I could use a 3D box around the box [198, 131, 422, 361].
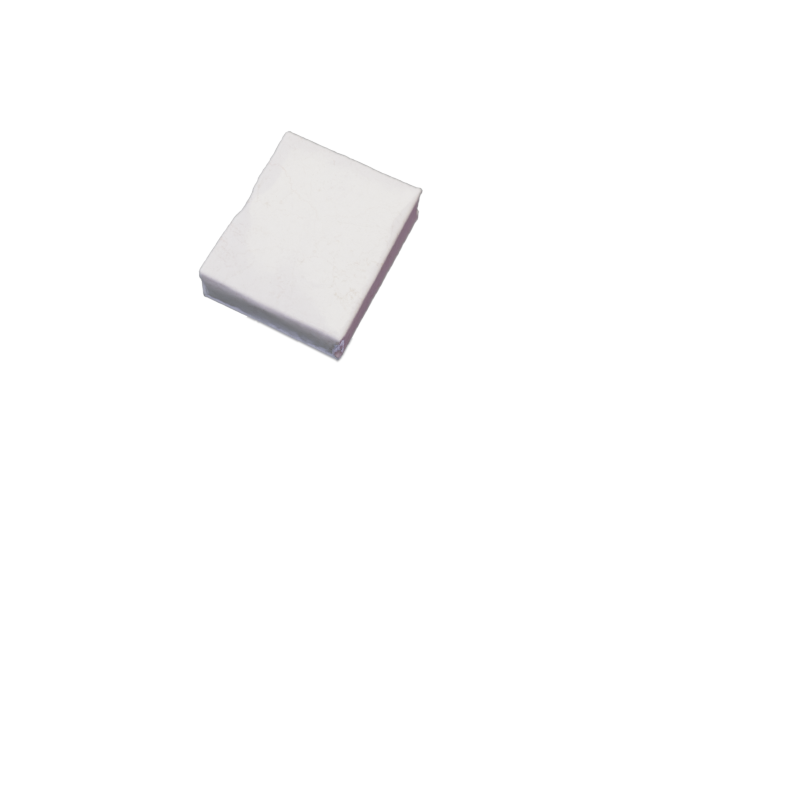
[{"bbox_3d":[-0.041,-0.074,0.519,0.075,0.092,0.028,24,-23,10],"label":"box"}]
